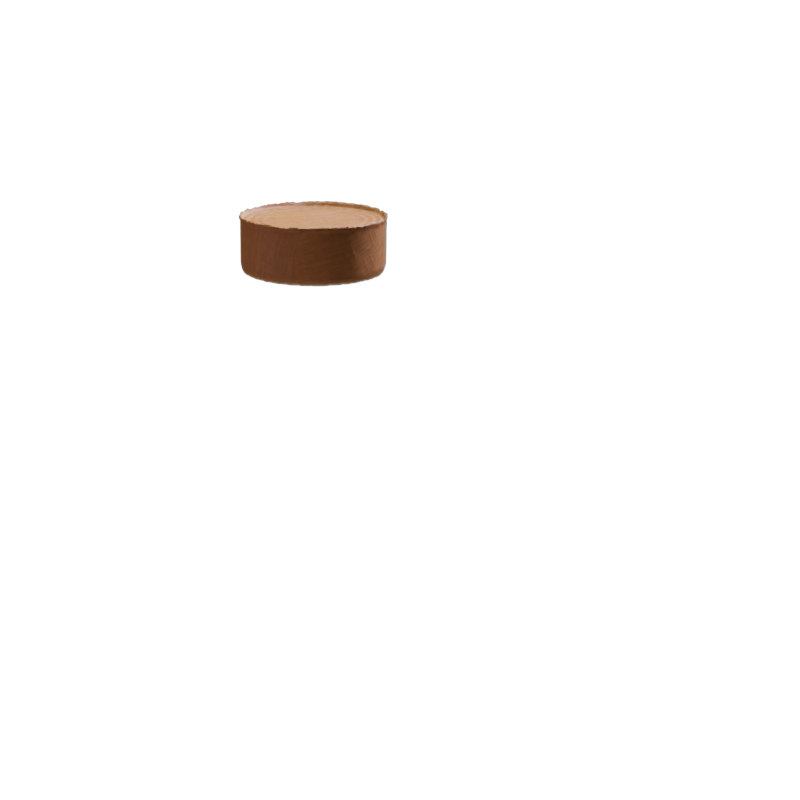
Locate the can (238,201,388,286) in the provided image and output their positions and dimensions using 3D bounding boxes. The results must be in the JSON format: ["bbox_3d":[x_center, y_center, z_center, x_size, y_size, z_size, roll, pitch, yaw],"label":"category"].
[{"bbox_3d":[-0.050,-0.092,0.642,0.086,0.032,0.089,-1,19,-2],"label":"can"}]
